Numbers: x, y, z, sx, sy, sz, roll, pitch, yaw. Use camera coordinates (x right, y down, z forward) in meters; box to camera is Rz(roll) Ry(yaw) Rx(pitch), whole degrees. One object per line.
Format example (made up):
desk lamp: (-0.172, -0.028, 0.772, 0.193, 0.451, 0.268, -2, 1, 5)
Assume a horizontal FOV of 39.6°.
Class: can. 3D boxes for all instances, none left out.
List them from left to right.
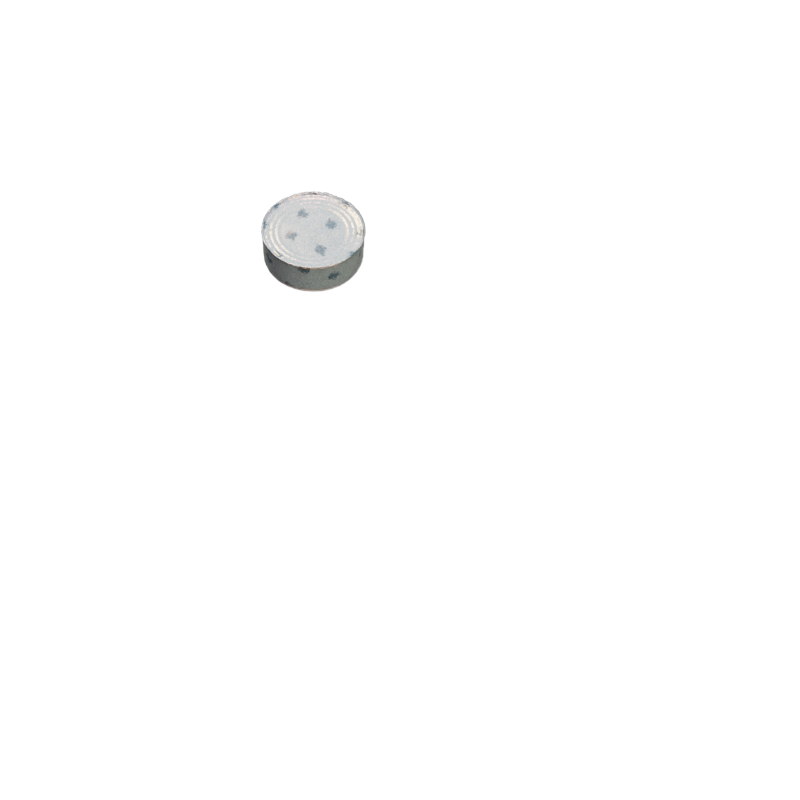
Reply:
can: (-0.072, -0.132, 0.921, 0.086, 0.092, 0.031, -1, -39, -1)
